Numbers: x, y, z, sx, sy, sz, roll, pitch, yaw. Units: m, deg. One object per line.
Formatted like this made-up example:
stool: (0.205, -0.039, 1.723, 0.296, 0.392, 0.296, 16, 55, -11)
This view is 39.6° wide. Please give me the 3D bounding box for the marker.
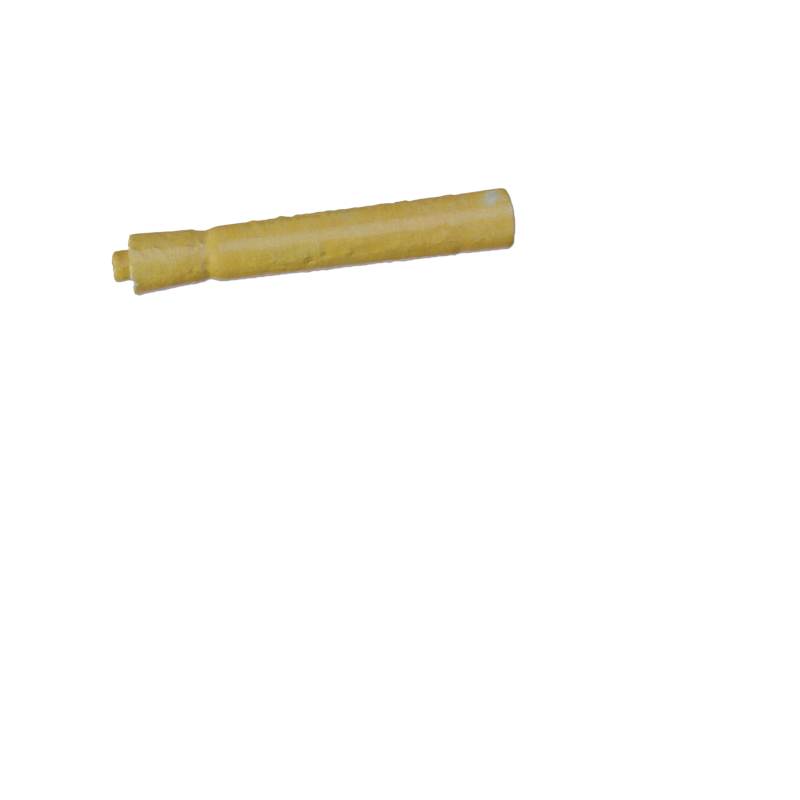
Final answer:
marker: (-0.026, -0.048, 0.336, 0.120, 0.020, 0.020, -7, 5, -4)
